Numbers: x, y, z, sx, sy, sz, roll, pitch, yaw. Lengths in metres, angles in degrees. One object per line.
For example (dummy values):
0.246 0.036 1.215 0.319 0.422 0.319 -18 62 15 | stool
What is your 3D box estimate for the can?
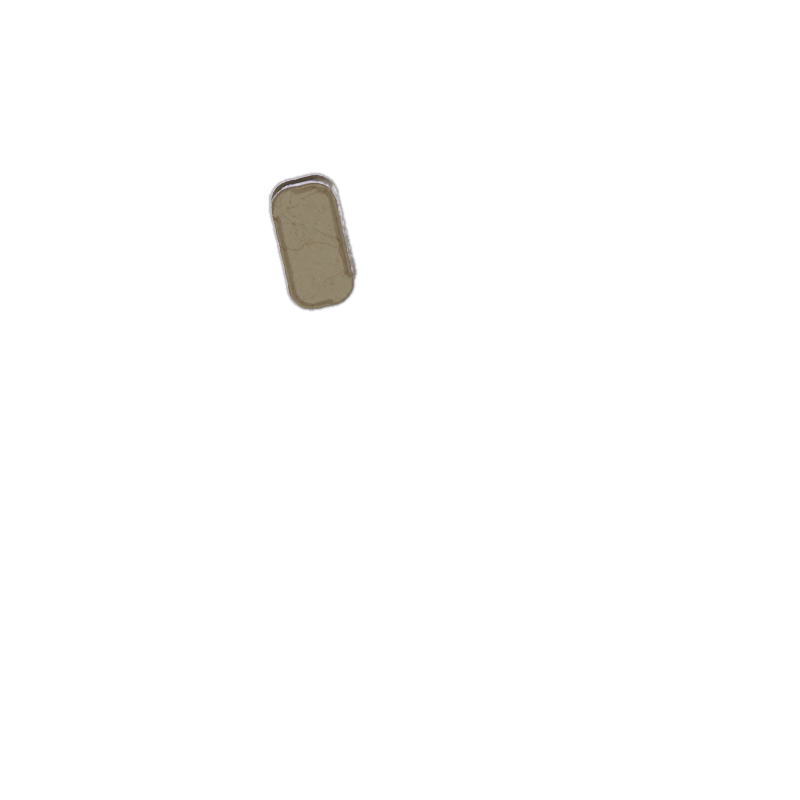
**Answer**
-0.069 -0.125 0.879 0.057 0.100 0.085 -13 9 -1 | can
